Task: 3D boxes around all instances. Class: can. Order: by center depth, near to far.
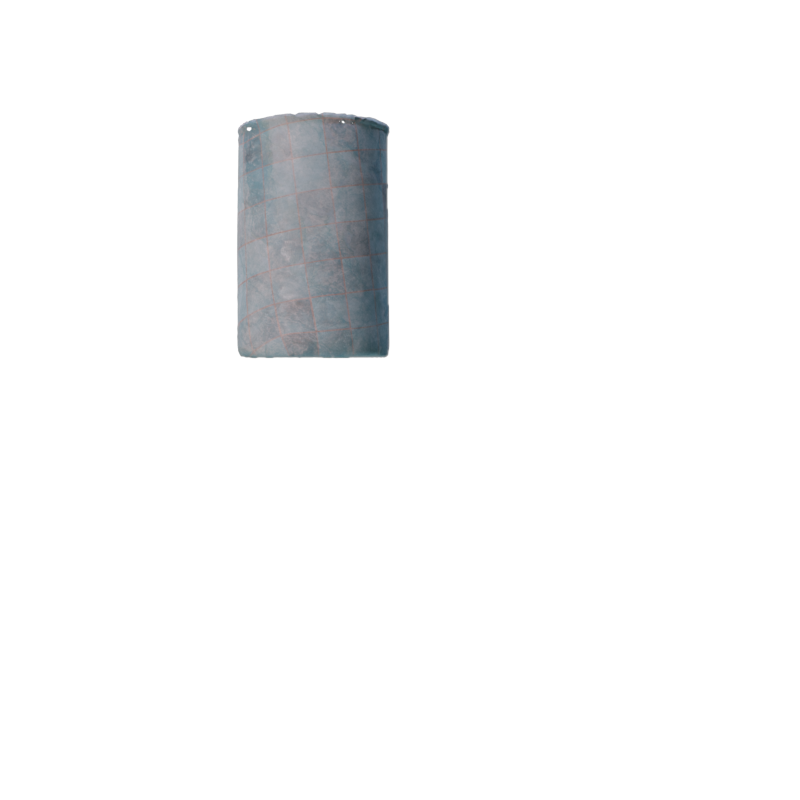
[{"bbox_3d":[-0.038,-0.070,0.491,0.068,0.104,0.068,0,-4,-2],"label":"can"}]
